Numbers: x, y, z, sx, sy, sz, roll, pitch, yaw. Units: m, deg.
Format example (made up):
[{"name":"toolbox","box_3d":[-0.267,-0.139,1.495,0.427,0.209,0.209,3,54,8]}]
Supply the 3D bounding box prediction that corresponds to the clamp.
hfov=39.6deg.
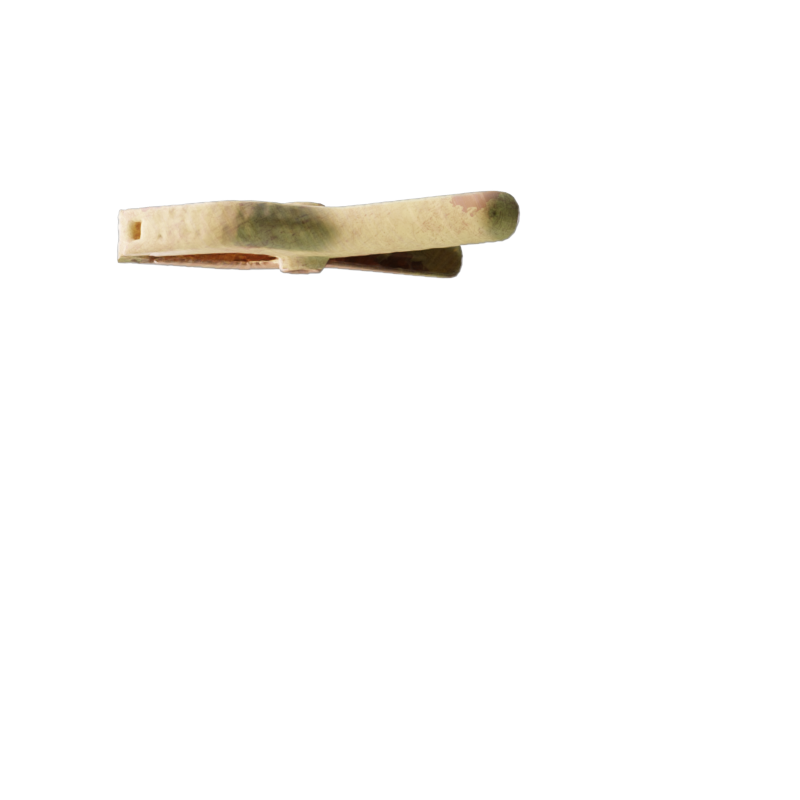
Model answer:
[{"name":"clamp","box_3d":[-0.048,-0.088,0.614,0.211,0.037,0.161,0,-2,2]}]
